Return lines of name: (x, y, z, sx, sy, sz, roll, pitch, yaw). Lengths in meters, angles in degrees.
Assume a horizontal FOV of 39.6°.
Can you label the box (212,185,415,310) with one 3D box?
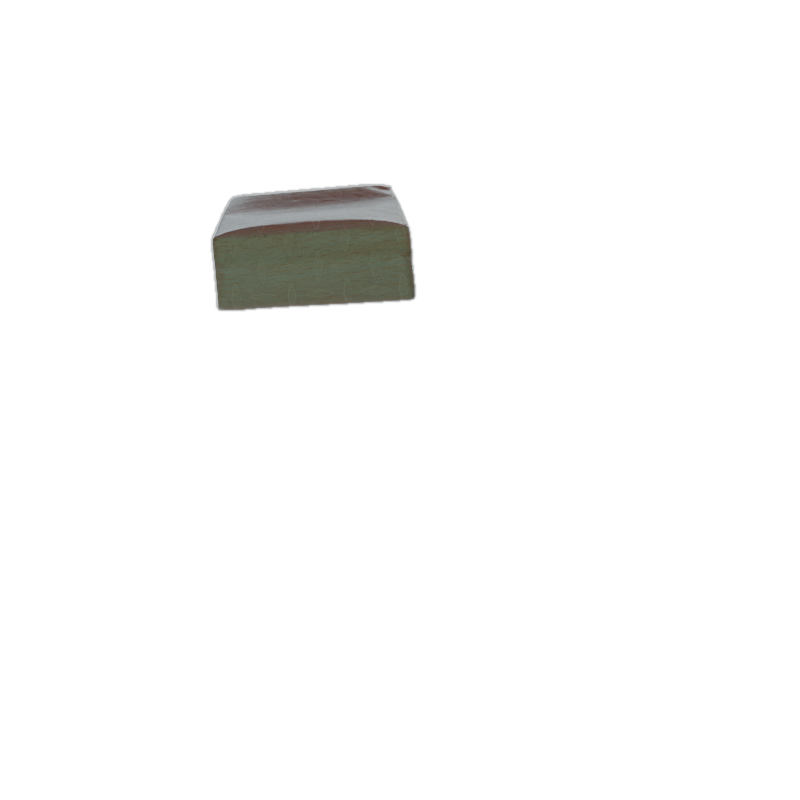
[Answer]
box: (-0.078, -0.143, 0.999, 0.164, 0.069, 0.222, -4, 19, -2)
